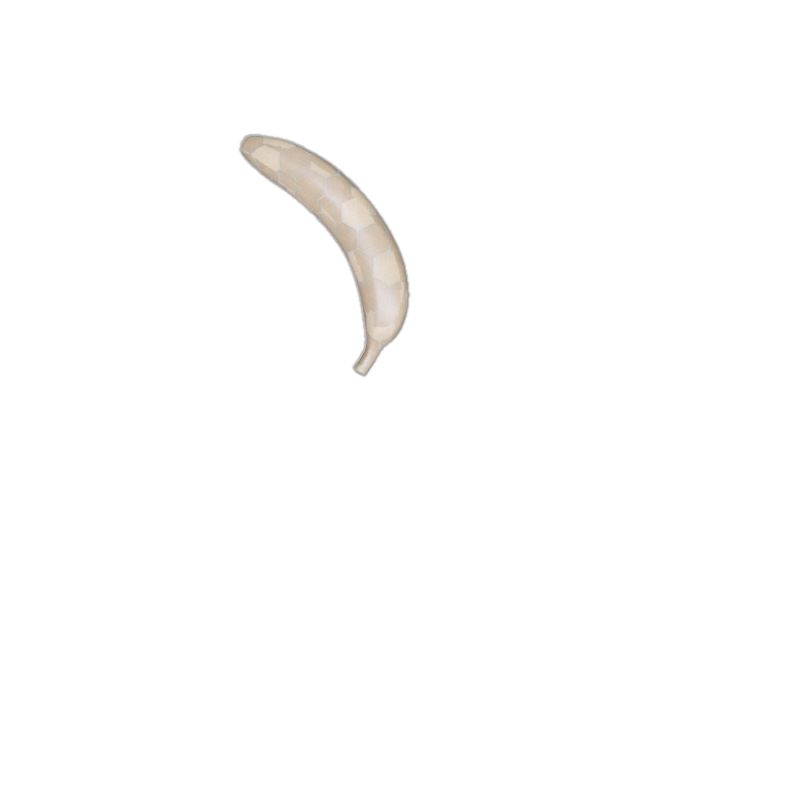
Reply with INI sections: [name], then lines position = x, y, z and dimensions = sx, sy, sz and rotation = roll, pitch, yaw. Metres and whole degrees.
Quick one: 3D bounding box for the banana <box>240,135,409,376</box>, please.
[banana]
position = -0.045, -0.120, 0.808
dimensions = 0.069, 0.204, 0.036
rotation = -27, -11, -6
